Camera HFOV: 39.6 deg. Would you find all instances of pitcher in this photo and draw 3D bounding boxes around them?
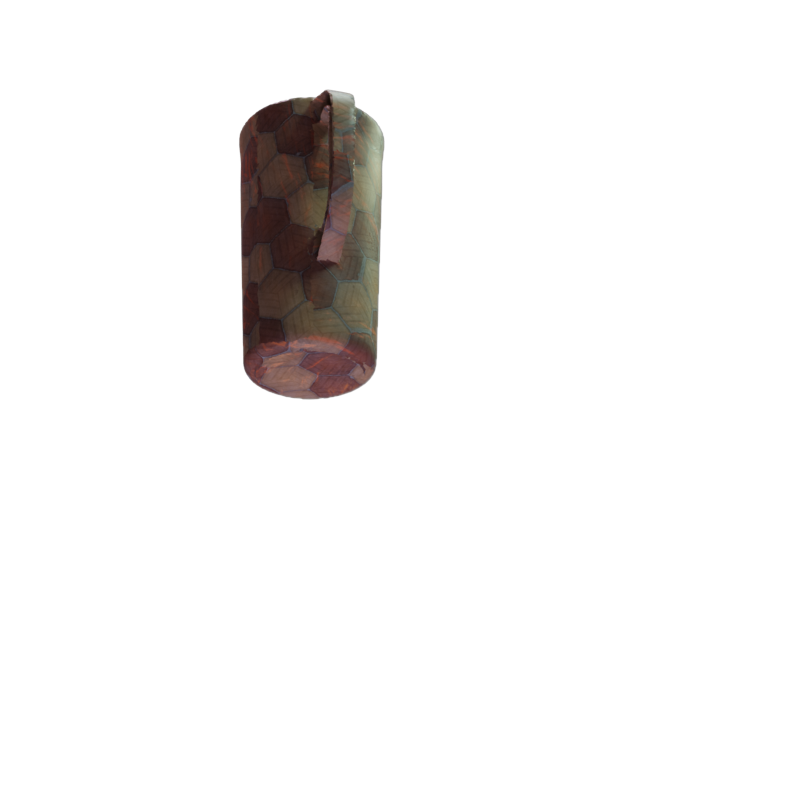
[{"bbox_3d":[-0.074,-0.135,0.943,0.147,0.259,0.138,-16,-33,22],"label":"pitcher"}]
